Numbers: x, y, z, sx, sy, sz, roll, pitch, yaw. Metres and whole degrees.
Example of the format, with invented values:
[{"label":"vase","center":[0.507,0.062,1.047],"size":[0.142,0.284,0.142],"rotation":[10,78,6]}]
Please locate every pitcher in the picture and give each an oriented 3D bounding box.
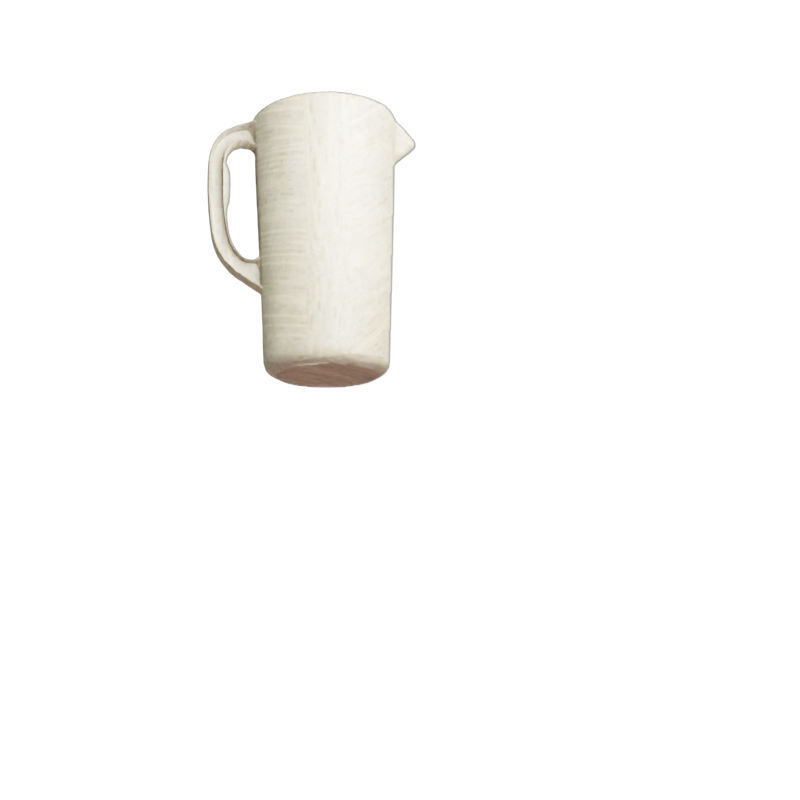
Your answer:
[{"label":"pitcher","center":[-0.077,-0.140,0.980],"size":[0.152,0.254,0.136],"rotation":[-13,-21,34]}]
